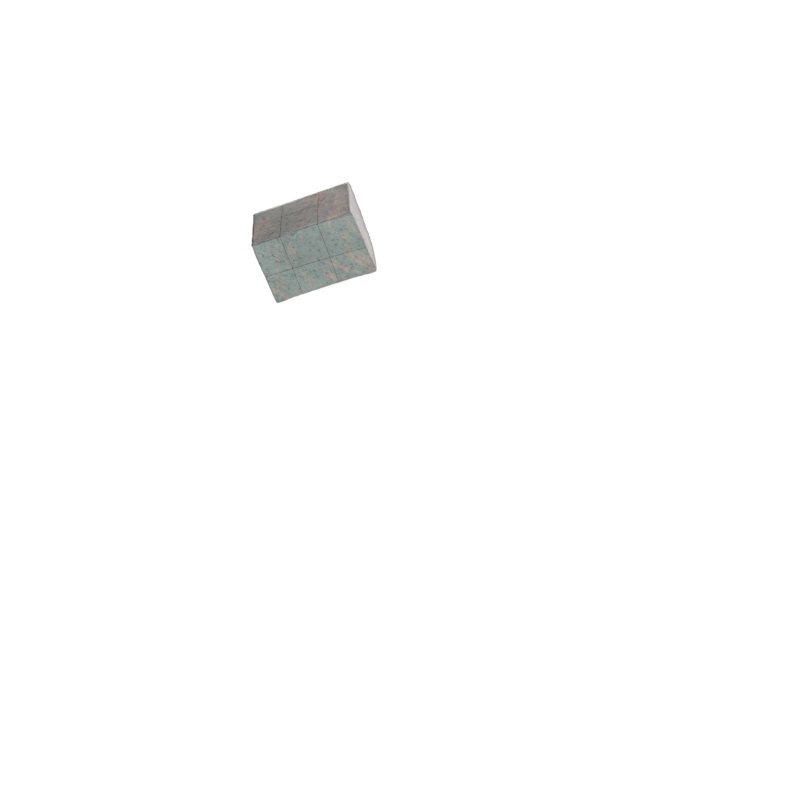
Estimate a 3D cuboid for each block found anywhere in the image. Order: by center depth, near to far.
[{"bbox_3d":[-0.063,-0.114,0.799,0.078,0.049,0.055,-17,32,9],"label":"block"}]
